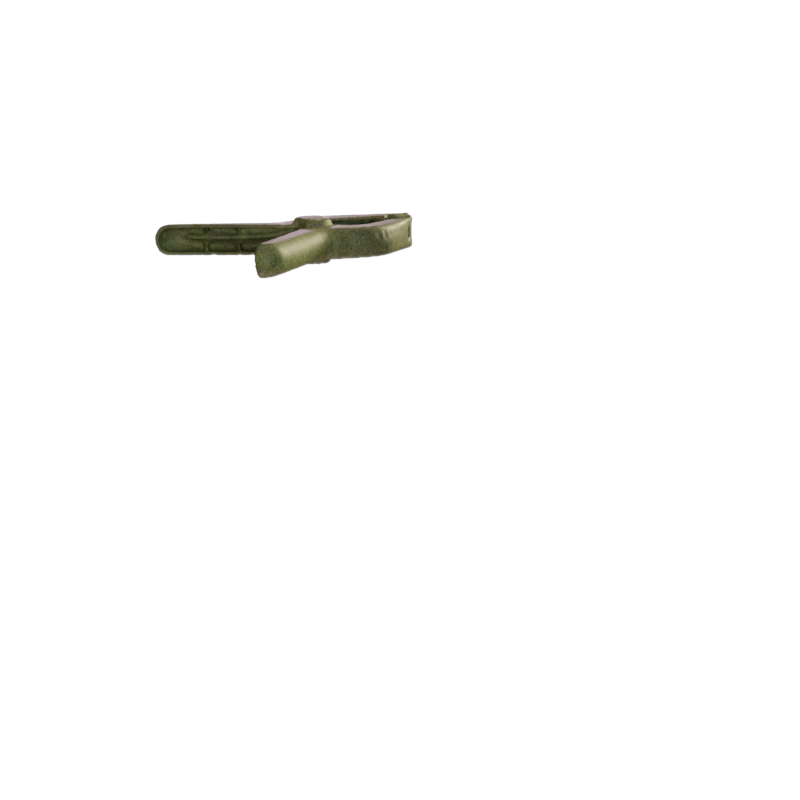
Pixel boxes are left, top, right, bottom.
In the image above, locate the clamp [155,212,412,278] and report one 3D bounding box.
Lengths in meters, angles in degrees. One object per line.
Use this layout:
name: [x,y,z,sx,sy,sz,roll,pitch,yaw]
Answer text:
clamp: [-0.069,-0.126,0.879,0.205,0.035,0.174,-9,18,-29]
